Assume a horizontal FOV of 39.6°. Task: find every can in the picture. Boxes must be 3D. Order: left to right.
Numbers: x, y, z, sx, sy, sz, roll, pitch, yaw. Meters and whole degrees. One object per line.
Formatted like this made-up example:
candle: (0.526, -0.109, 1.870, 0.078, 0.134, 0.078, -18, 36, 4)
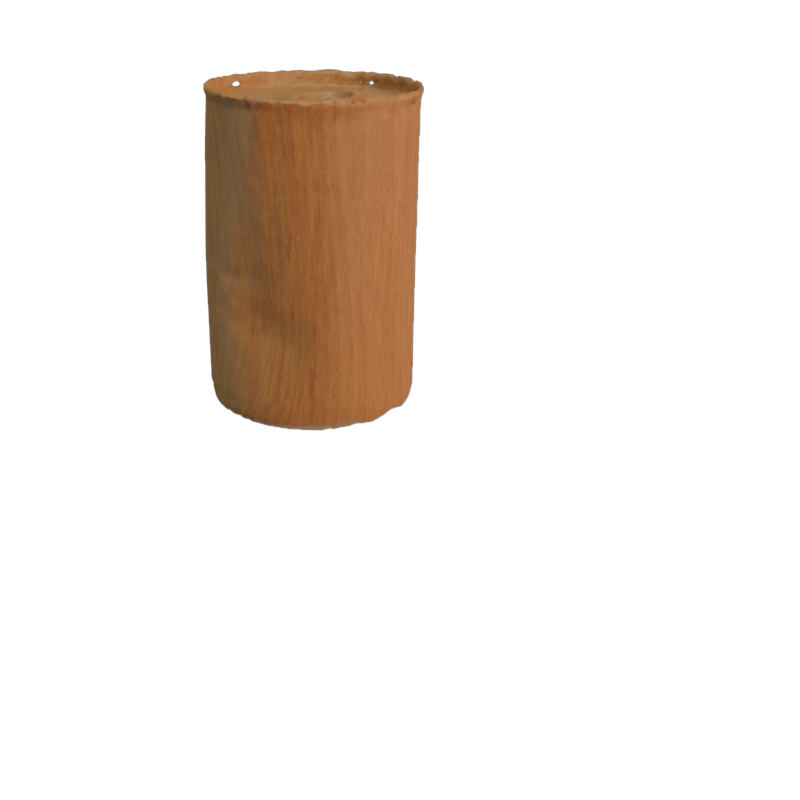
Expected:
can: (-0.028, -0.051, 0.354, 0.068, 0.098, 0.071, 0, 19, -2)
